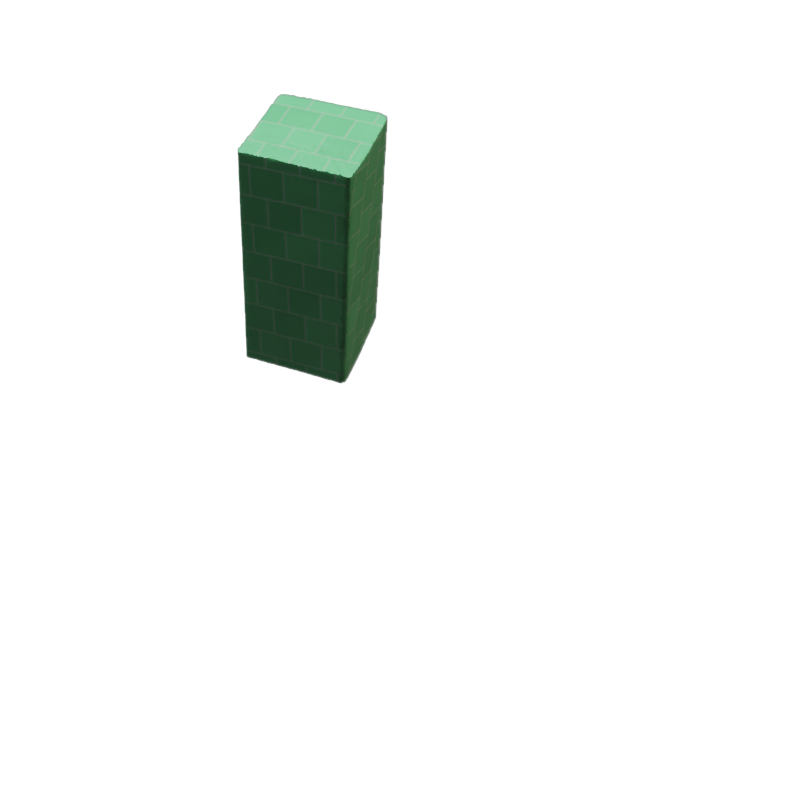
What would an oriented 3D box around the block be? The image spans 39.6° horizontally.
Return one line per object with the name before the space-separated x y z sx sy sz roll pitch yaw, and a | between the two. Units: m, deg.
block | -0.068 -0.126 0.879 0.093 0.192 0.094 15 43 12
